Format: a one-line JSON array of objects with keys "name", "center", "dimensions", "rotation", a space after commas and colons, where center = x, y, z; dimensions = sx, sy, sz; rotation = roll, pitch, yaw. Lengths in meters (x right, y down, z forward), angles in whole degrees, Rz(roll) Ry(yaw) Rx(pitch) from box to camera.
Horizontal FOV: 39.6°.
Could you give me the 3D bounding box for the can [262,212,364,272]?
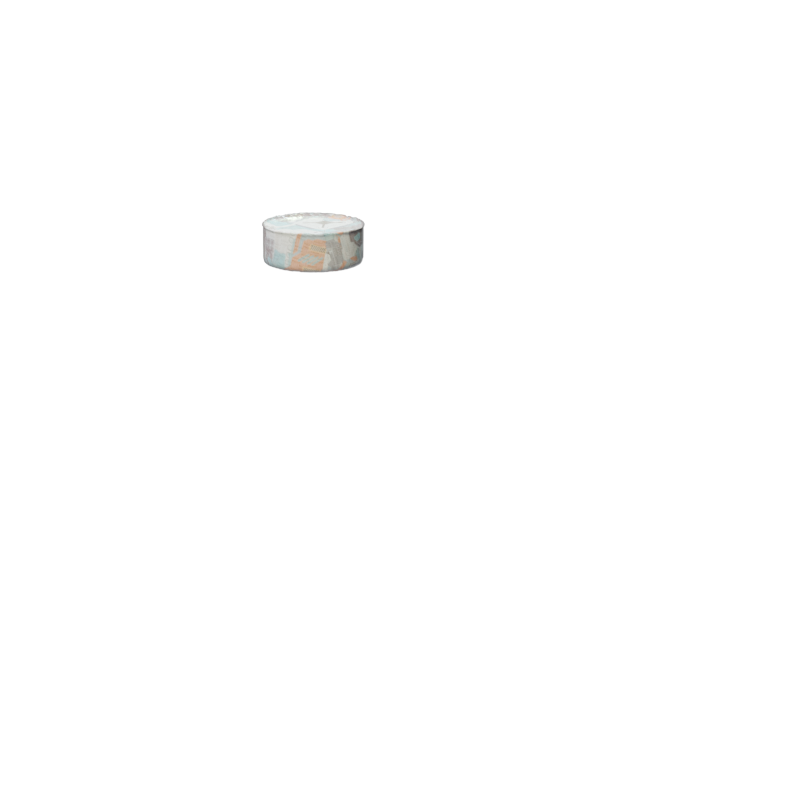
[{"name": "can", "center": [-0.073, -0.133, 0.930], "dimensions": [0.086, 0.032, 0.089], "rotation": [-1, 19, -2]}]
